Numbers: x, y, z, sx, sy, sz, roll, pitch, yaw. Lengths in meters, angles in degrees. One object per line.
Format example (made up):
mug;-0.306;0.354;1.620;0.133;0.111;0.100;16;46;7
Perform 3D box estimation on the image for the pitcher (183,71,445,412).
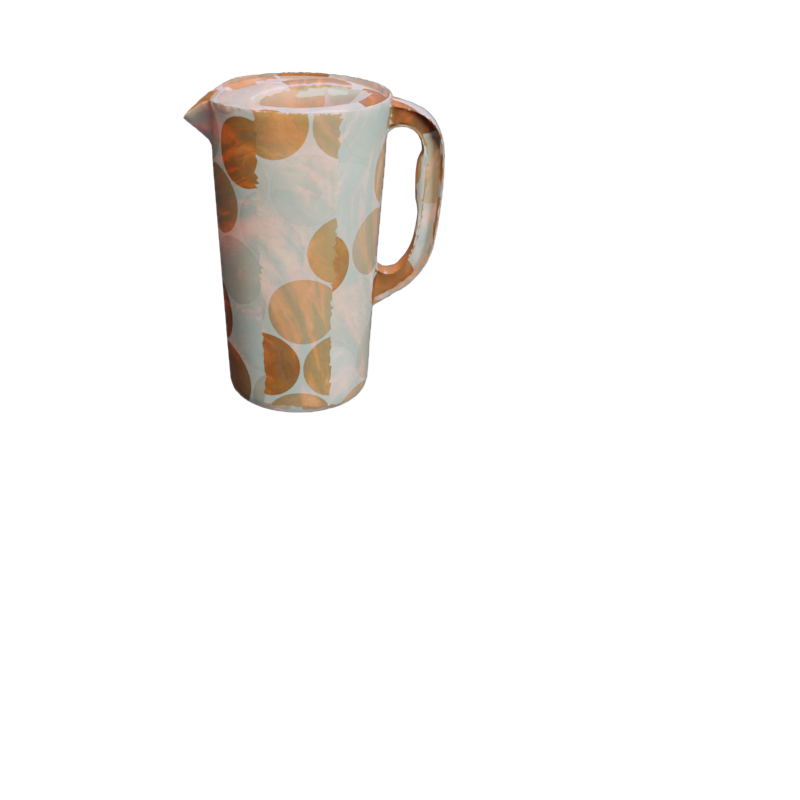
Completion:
pitcher;-0.065;-0.119;0.830;0.159;0.231;0.143;22;31;40
